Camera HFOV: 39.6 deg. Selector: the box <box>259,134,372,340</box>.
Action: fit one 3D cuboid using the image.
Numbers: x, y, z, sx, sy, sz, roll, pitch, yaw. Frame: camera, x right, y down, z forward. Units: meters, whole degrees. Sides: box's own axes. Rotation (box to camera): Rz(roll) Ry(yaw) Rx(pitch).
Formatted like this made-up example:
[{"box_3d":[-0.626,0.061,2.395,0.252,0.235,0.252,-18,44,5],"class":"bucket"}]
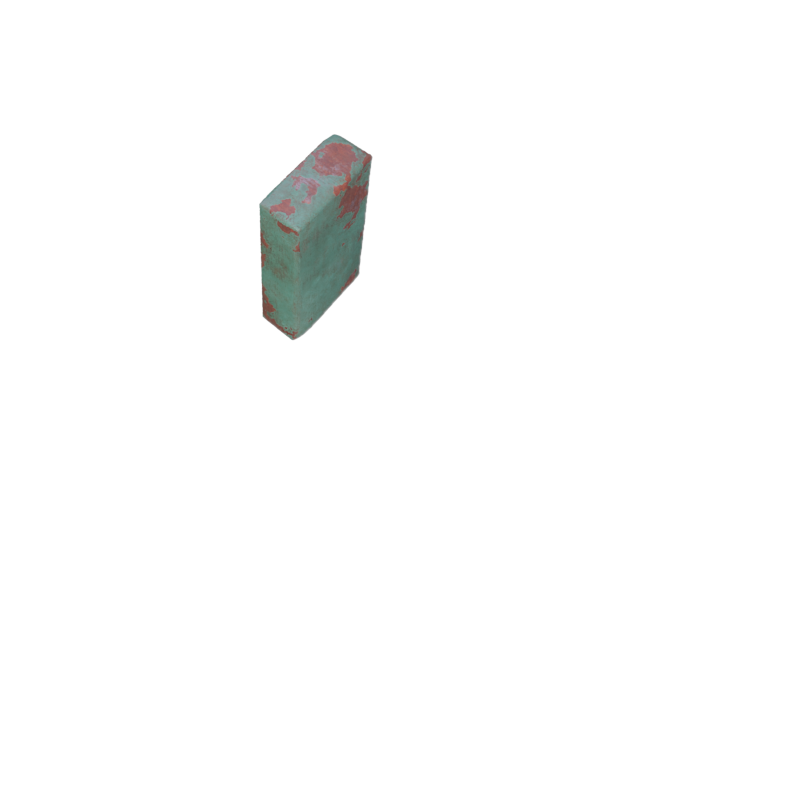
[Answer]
[{"box_3d":[-0.071,-0.129,0.902,0.050,0.095,0.166,34,-26,14],"class":"box"}]
